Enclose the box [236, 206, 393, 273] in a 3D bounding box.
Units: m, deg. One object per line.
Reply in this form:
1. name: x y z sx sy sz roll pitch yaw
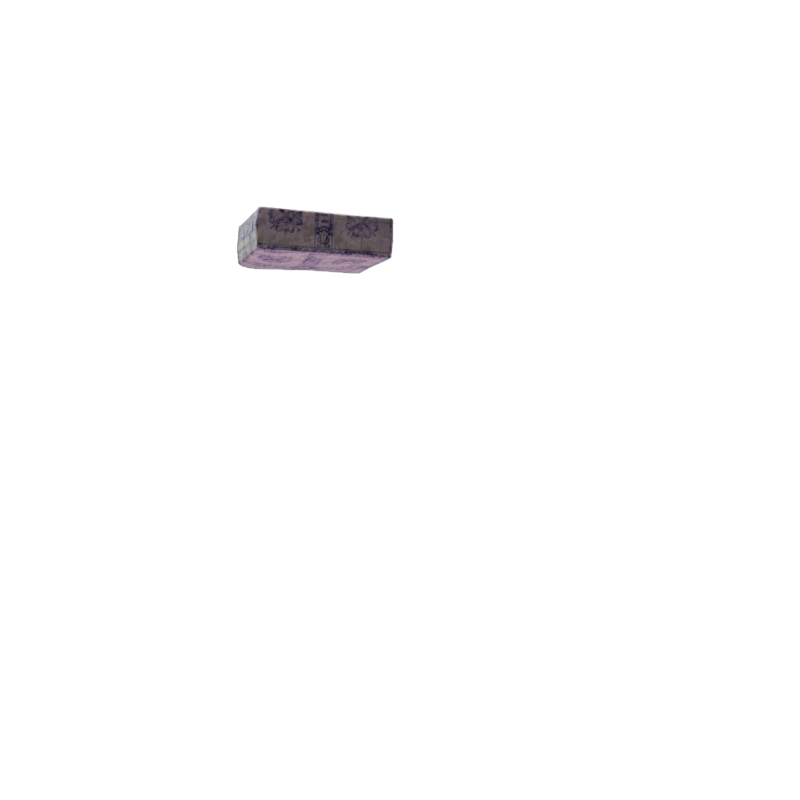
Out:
1. box: -0.071 -0.130 0.911 0.111 0.040 0.090 1 -4 -16
